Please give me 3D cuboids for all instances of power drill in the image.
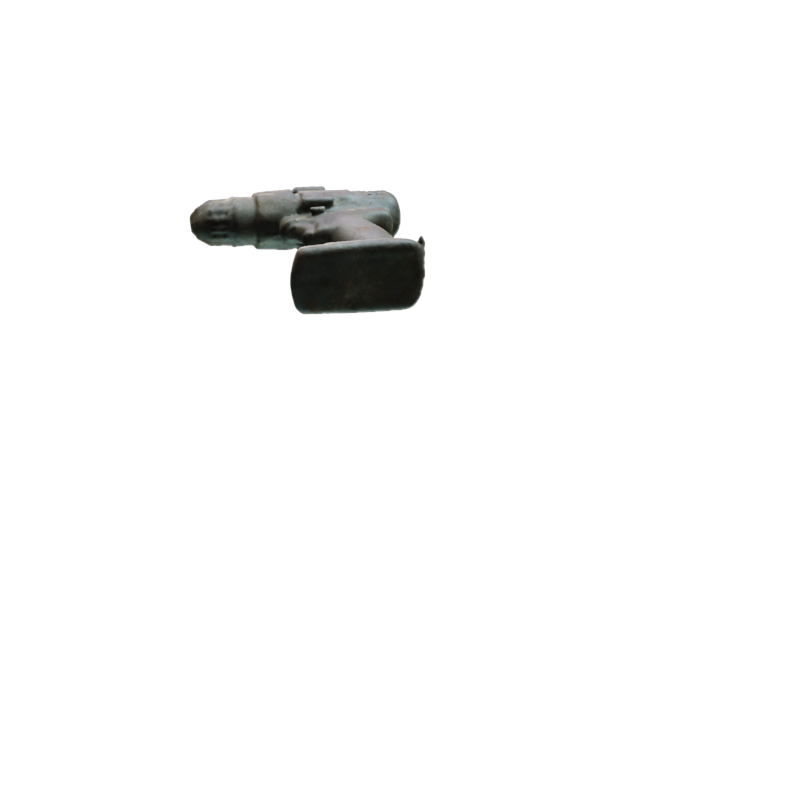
[{"bbox_3d":[-0.071,-0.129,0.902,0.182,0.055,0.200,-7,27,-13],"label":"power drill"}]
